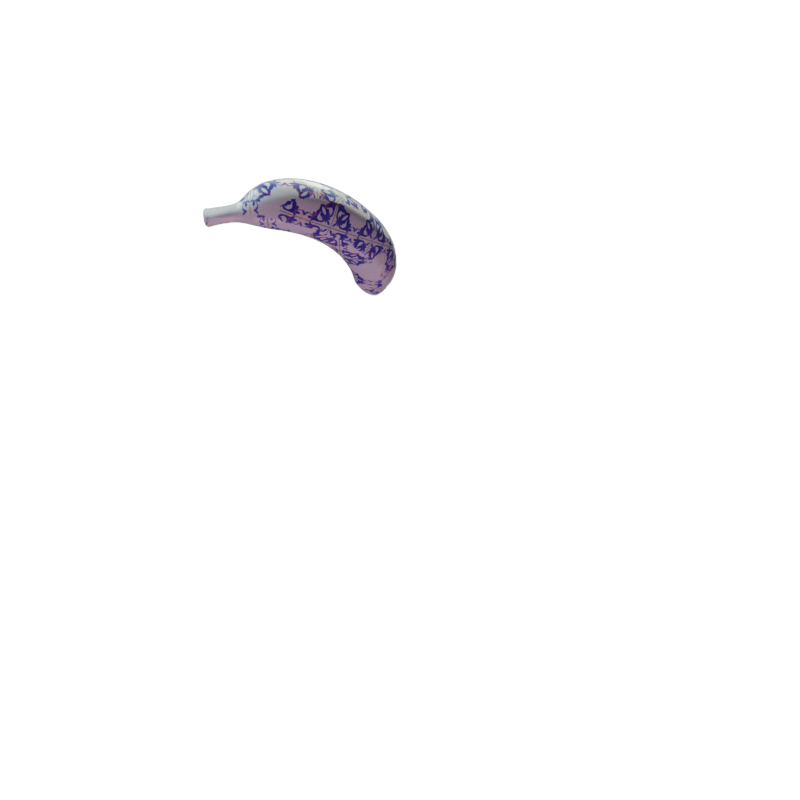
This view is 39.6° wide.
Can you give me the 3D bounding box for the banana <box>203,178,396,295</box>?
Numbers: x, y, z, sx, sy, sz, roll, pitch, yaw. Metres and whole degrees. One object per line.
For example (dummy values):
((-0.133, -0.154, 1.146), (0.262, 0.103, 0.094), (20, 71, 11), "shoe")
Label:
((-0.048, -0.116, 0.774), (0.071, 0.038, 0.185), (-12, -19, 34), "banana")
